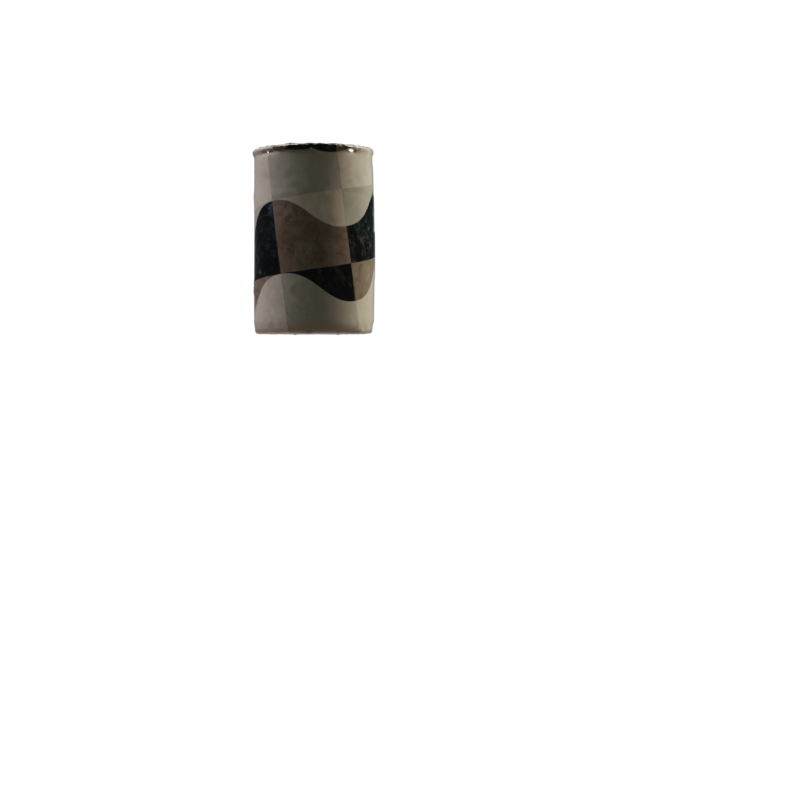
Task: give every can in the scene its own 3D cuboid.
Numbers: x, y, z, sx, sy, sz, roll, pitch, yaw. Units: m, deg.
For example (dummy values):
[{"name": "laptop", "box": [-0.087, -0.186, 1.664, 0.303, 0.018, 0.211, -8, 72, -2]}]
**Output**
[{"name": "can", "box": [-0.048, -0.088, 0.618, 0.068, 0.103, 0.068, 0, -1, -2]}]
